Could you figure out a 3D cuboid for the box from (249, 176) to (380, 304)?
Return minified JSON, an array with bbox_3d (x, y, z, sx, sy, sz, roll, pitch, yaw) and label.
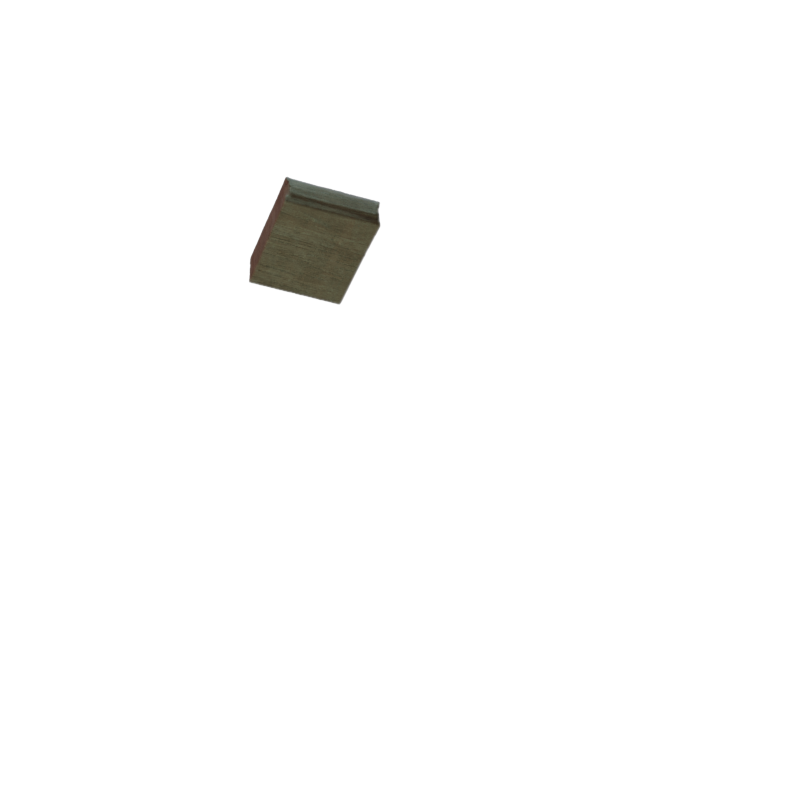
[{"bbox_3d":[-0.063,-0.116,0.810,0.071,0.032,0.085,14,-45,-15],"label":"box"}]
